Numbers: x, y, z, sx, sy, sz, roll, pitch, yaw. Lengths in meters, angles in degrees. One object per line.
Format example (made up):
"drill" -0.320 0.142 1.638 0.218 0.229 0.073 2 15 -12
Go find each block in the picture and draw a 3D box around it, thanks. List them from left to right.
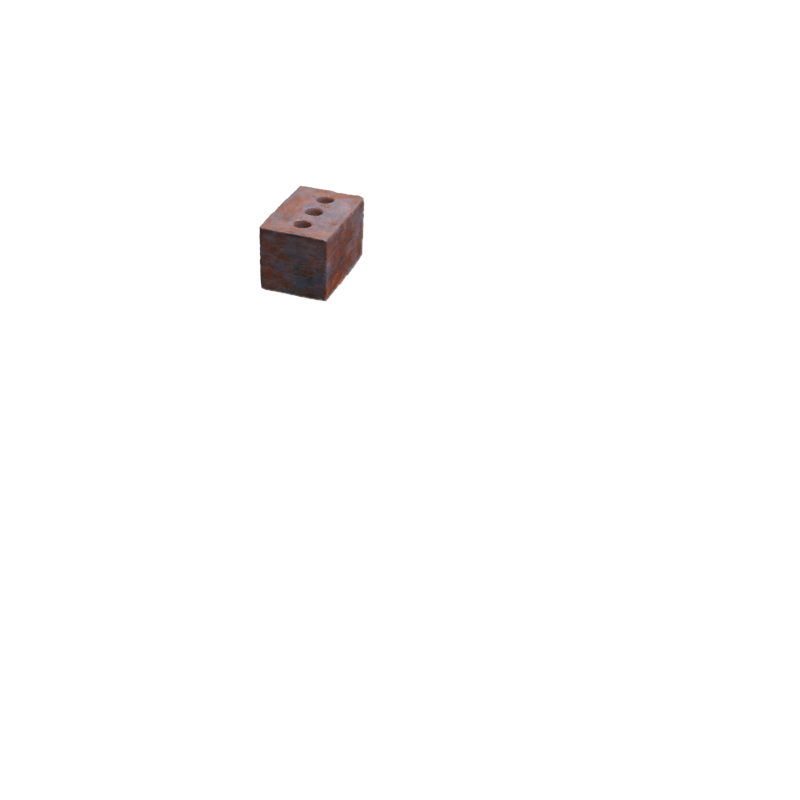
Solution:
"block" -0.063 -0.115 0.807 0.054 0.048 0.081 11 34 15
